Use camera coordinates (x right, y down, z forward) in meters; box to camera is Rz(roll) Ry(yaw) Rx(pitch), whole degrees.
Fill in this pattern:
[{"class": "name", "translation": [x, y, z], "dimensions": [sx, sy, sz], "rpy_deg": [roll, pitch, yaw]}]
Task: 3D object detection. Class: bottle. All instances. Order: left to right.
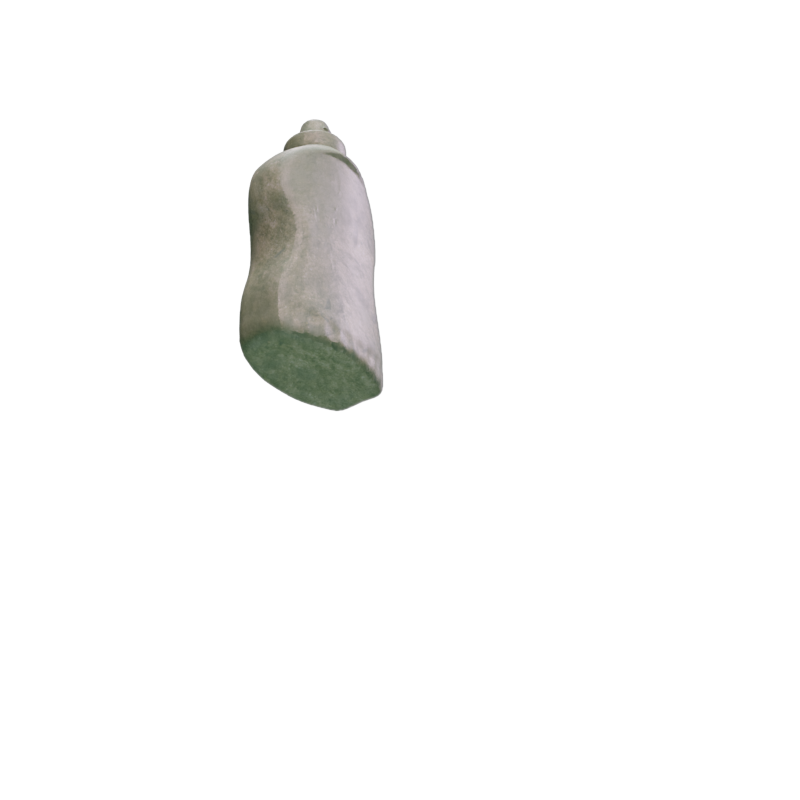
[{"class": "bottle", "translation": [-0.052, -0.096, 0.674], "dimensions": [0.058, 0.205, 0.089], "rpy_deg": [-27, -42, 30]}]
